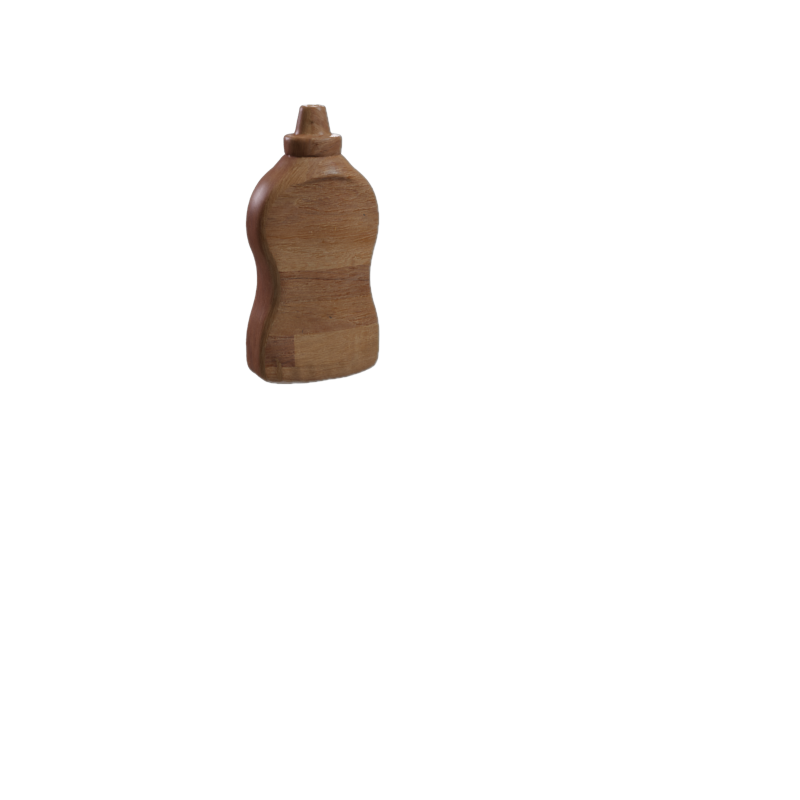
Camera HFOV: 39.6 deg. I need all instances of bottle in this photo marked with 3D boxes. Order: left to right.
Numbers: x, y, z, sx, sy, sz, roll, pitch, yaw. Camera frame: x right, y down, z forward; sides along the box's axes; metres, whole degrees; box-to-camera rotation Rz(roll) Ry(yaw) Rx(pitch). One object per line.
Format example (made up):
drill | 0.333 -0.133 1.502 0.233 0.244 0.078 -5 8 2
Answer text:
bottle | -0.062 -0.112 0.783 0.094 0.186 0.062 -6 14 -25
